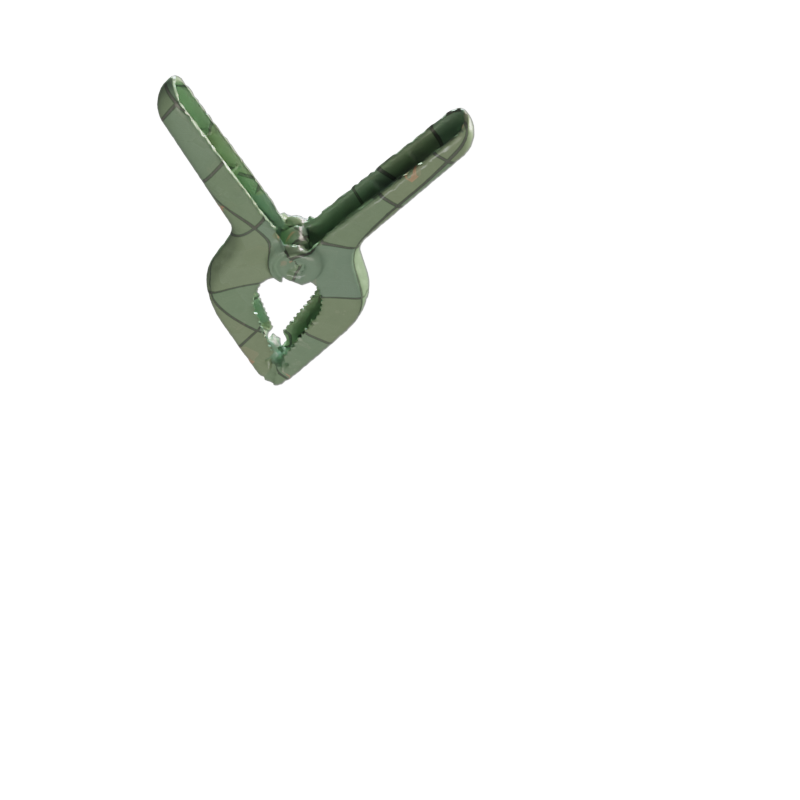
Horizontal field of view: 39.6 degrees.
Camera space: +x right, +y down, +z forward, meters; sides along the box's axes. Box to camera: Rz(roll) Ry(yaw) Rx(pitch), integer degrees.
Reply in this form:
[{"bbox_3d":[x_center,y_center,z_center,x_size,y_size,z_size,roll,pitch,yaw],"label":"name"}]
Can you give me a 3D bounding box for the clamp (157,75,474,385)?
[{"bbox_3d":[-0.049,-0.090,0.628,0.164,0.196,0.039,2,43,-2],"label":"clamp"}]
